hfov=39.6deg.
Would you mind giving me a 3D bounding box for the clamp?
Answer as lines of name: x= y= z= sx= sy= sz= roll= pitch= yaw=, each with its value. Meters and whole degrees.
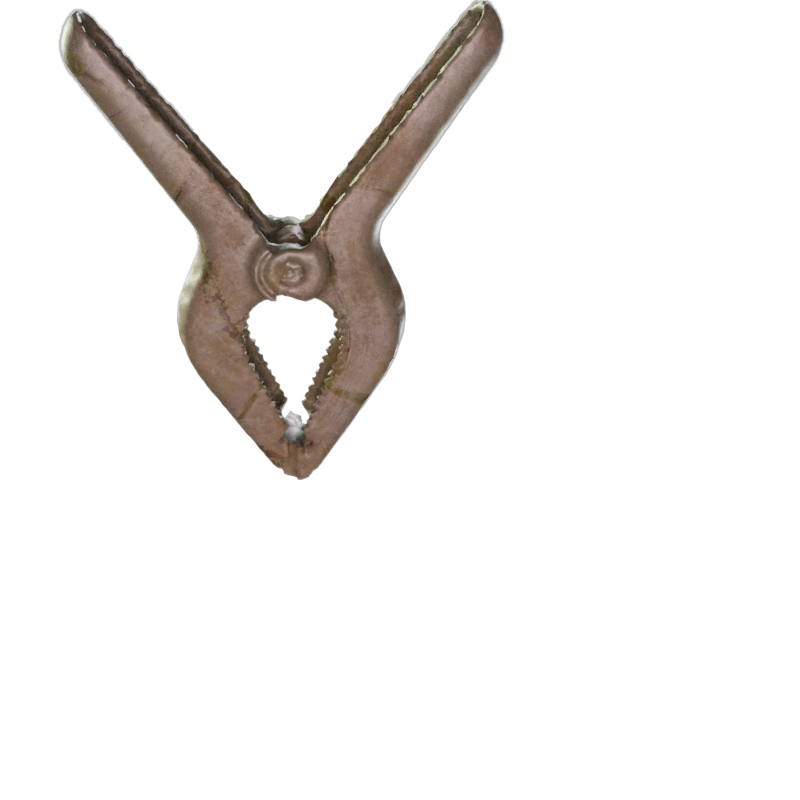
clamp: x=-0.035 y=-0.064 z=0.449 sx=0.165 sy=0.198 sz=0.038 roll=-6 pitch=25 yaw=3
